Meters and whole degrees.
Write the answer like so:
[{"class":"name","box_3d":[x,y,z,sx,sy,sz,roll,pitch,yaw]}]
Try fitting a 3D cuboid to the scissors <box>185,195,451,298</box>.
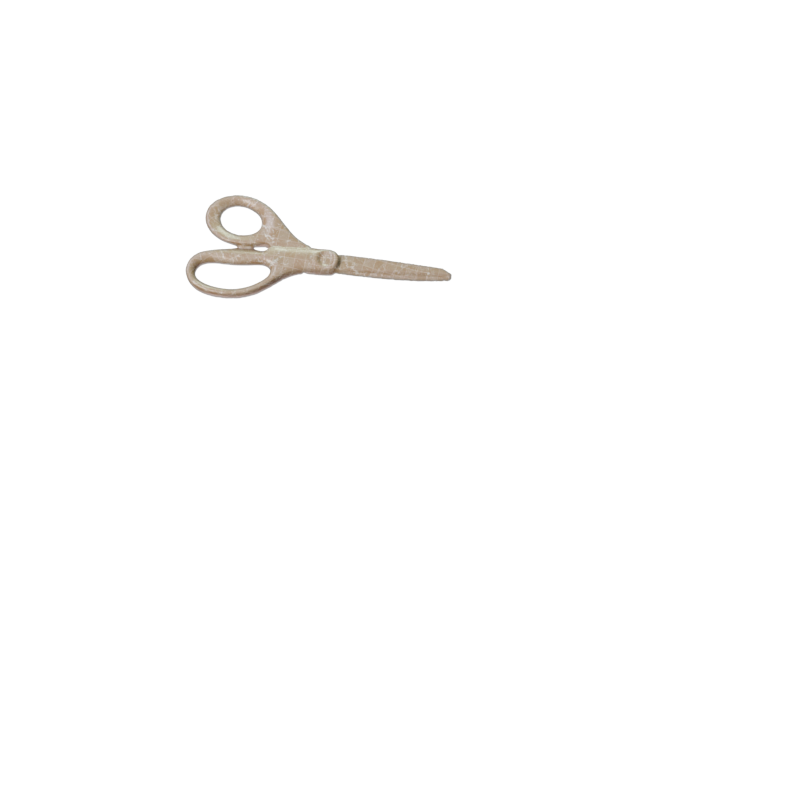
[{"class":"scissors","box_3d":[-0.068,-0.124,0.867,0.201,0.102,0.015,-8,-26,-4]}]
